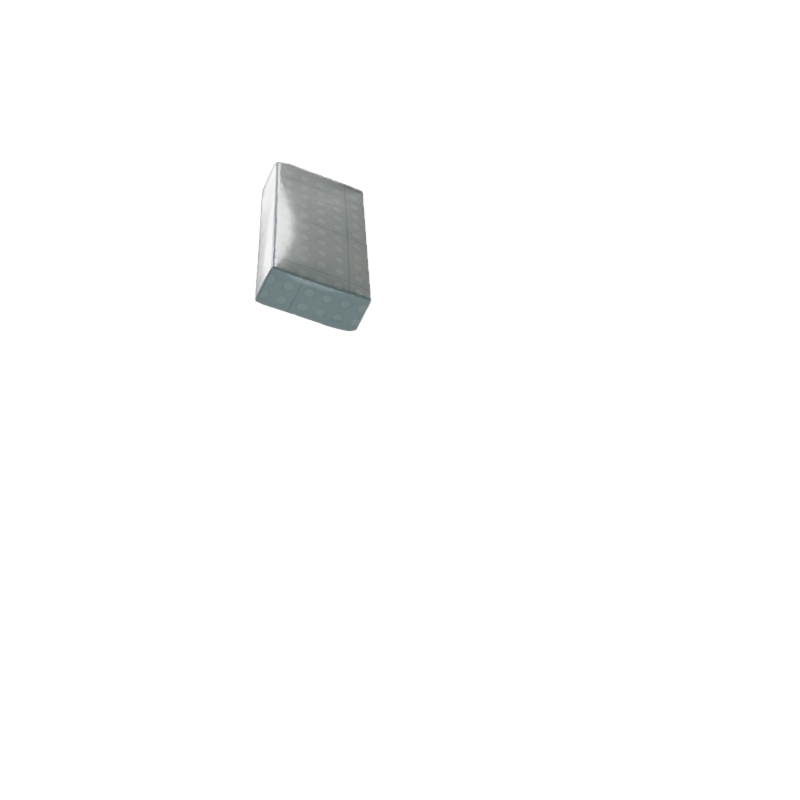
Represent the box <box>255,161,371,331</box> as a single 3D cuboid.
[{"bbox_3d":[-0.078,-0.142,0.992,0.090,0.046,0.189,16,38,-17],"label":"box"}]
